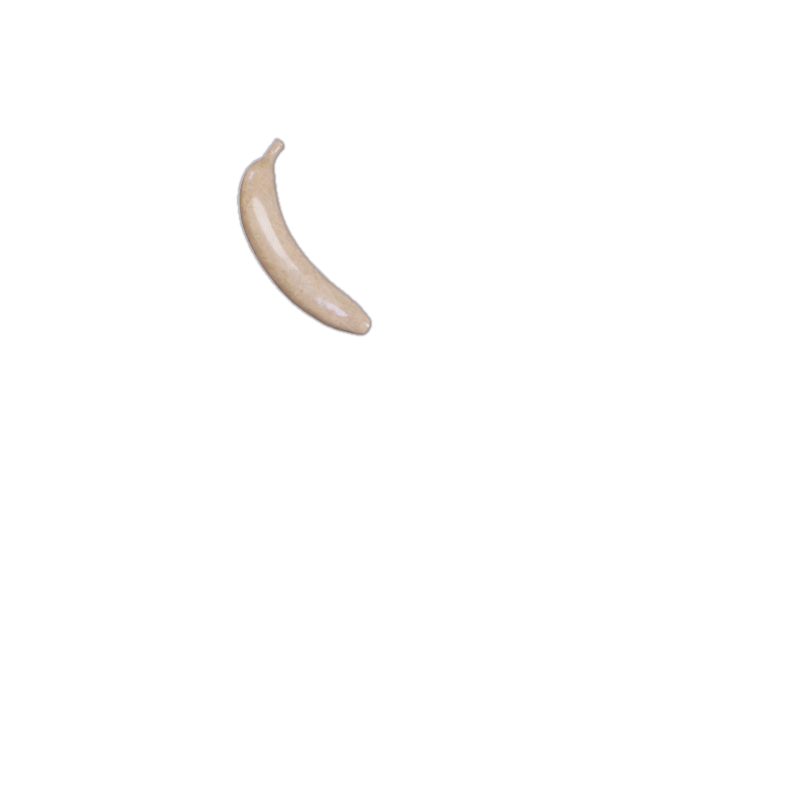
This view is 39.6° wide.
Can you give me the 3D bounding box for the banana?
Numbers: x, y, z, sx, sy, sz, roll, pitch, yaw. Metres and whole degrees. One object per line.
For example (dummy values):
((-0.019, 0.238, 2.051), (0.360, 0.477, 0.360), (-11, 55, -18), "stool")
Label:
((-0.096, -0.138, 0.998), (0.069, 0.202, 0.036), (-25, -8, -4), "banana")
